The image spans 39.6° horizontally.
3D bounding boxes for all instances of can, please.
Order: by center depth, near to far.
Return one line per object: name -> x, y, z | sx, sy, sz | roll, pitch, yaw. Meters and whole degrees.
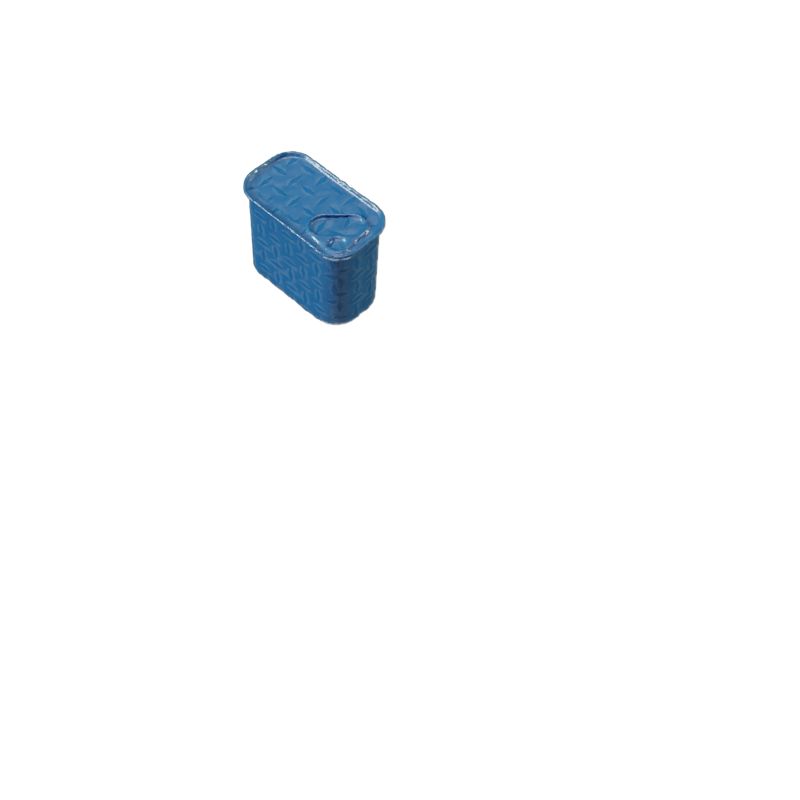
can -> -0.061, -0.111, 0.778 | 0.108, 0.078, 0.058 | 39, 61, 24
